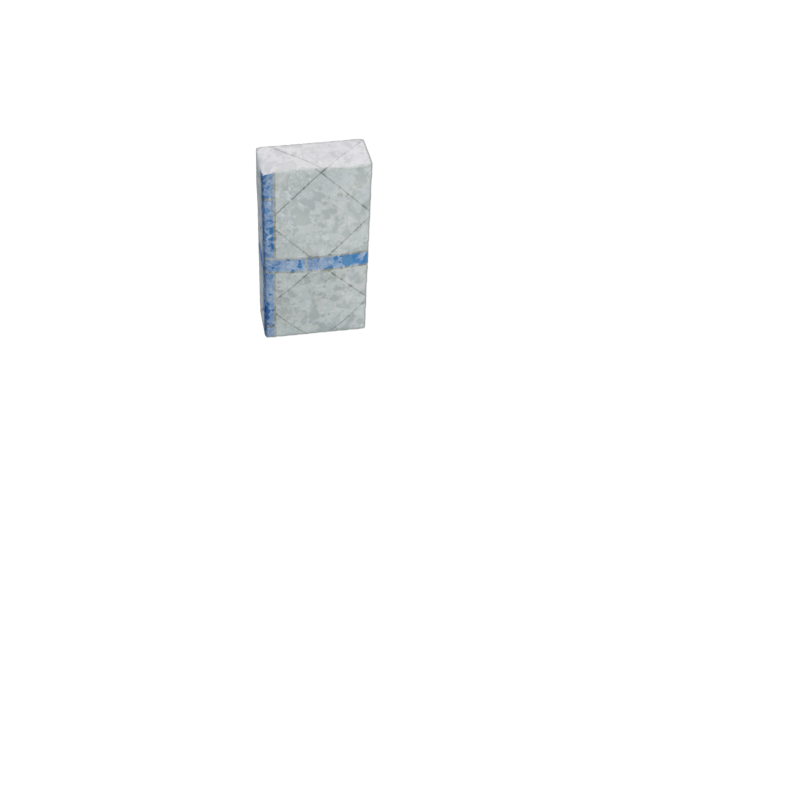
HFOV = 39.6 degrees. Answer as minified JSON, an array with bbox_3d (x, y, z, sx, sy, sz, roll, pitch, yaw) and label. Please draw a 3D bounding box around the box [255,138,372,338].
[{"bbox_3d":[-0.074,-0.135,0.944,0.092,0.164,0.052,-6,44,-9],"label":"box"}]
